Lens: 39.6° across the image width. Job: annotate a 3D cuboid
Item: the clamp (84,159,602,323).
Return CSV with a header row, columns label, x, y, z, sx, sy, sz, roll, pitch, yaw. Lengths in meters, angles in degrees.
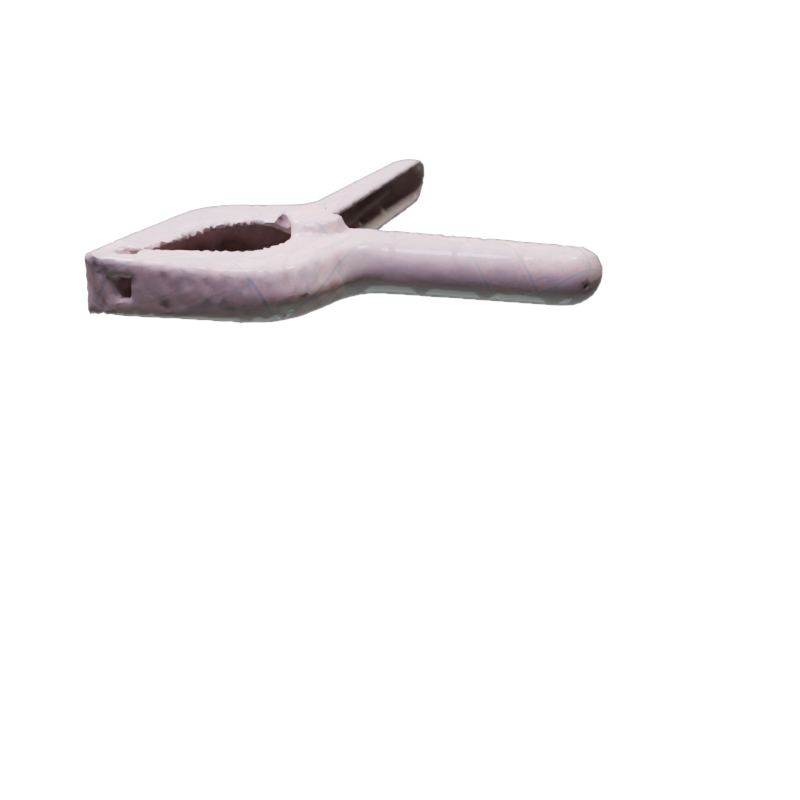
label,x,y,z,sx,sy,sz,roll,pitch,yaw
clamp,-0.040,-0.072,0.507,0.206,0.035,0.176,-9,28,-17
